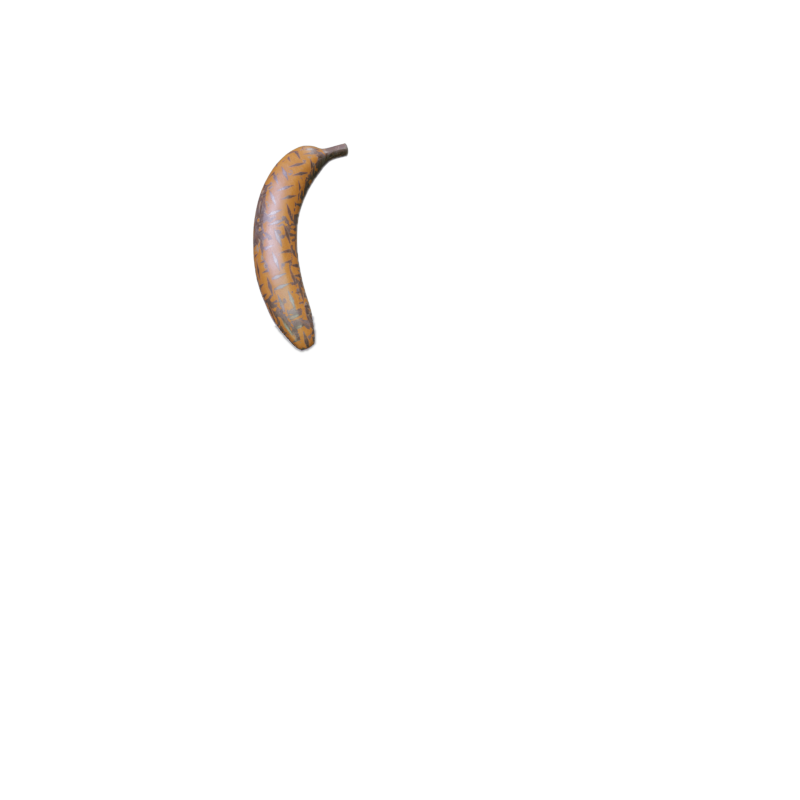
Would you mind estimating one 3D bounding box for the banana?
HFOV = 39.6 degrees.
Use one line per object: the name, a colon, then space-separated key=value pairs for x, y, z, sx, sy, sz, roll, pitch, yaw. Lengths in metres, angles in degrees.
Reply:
banana: x=-0.091 y=-0.141 z=0.940 sx=0.070 sy=0.207 sz=0.035 roll=8 pitch=-22 yaw=2
